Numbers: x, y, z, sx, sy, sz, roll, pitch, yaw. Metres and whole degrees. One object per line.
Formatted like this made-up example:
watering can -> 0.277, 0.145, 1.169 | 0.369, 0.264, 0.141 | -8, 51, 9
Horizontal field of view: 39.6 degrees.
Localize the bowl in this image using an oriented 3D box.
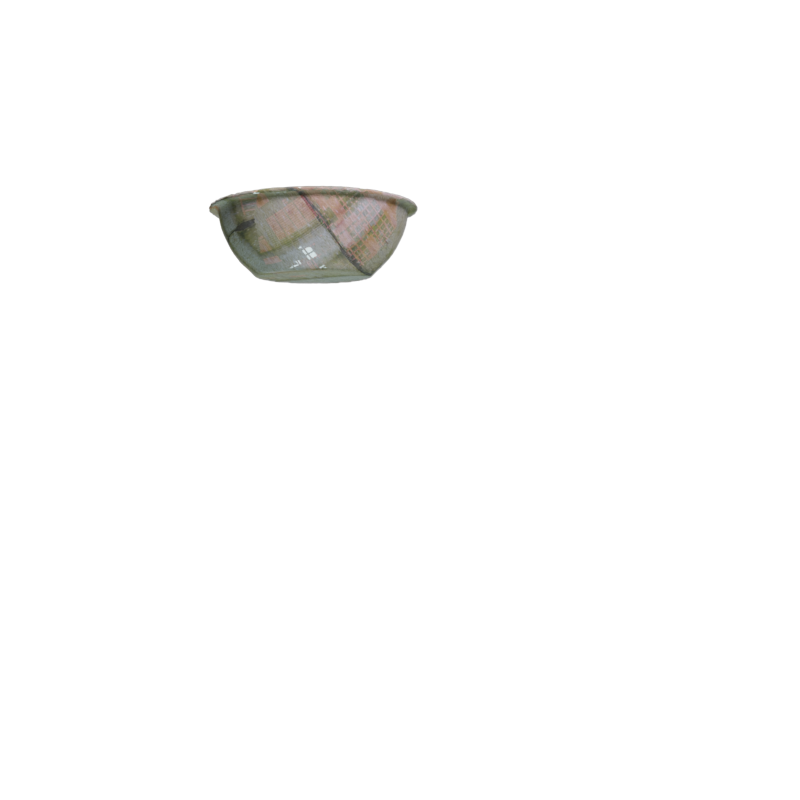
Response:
bowl -> -0.067, -0.122, 0.856 | 0.162, 0.056, 0.160 | 0, -2, -2
